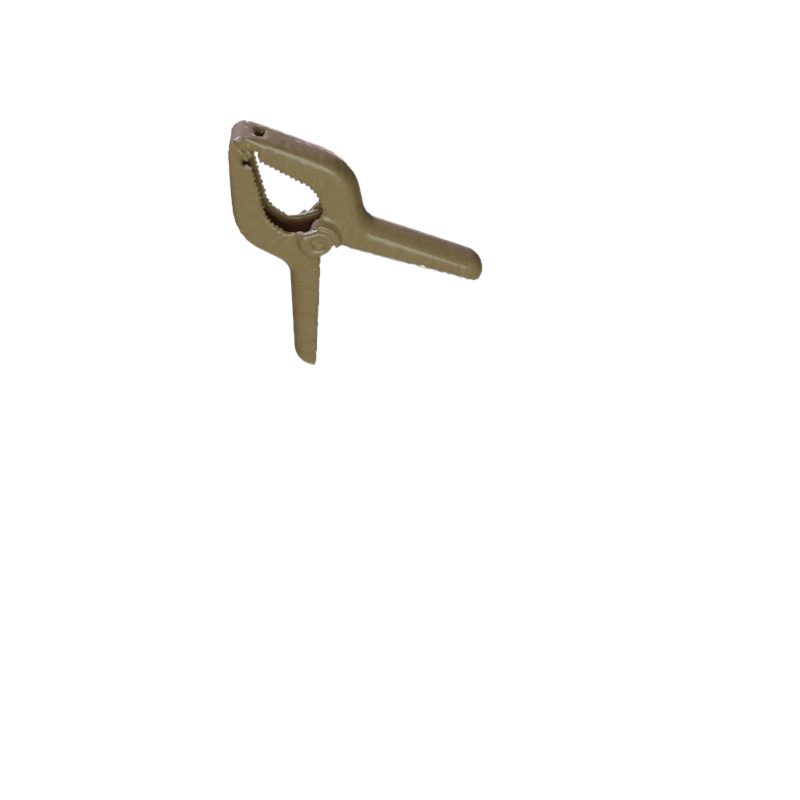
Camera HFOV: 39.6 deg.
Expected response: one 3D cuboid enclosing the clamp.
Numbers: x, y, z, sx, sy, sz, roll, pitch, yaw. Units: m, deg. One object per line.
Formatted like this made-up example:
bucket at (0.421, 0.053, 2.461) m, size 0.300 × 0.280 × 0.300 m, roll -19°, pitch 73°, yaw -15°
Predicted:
clamp at (-0.064, -0.117, 0.818) m, size 0.163 × 0.039 × 0.198 m, roll -35°, pitch -60°, yaw 24°
